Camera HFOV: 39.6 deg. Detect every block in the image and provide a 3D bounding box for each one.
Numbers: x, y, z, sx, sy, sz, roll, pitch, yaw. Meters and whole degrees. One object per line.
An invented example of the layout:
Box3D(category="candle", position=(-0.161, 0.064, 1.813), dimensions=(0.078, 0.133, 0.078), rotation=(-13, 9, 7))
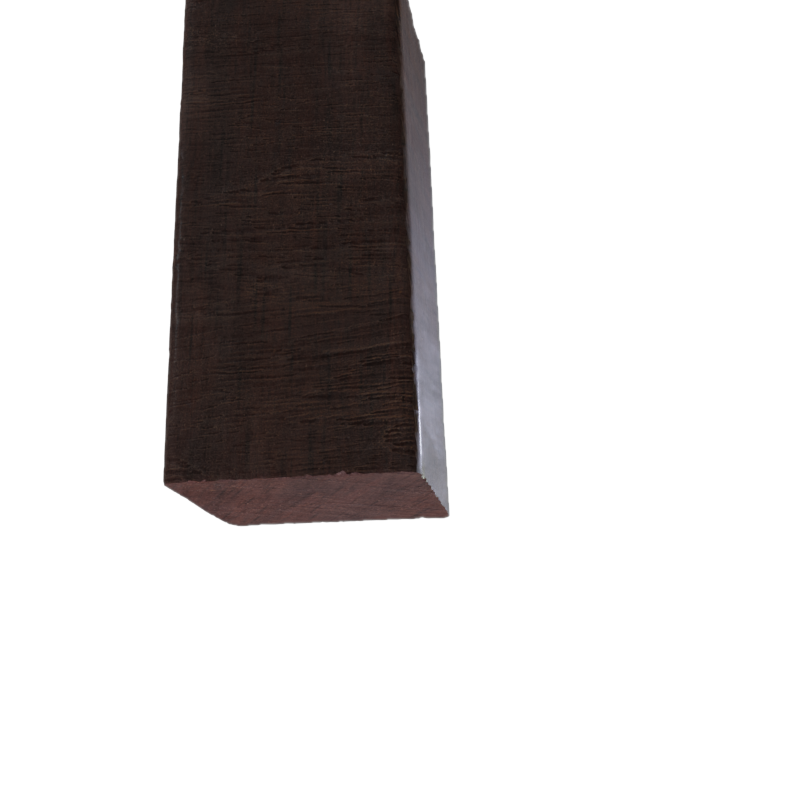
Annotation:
Box3D(category="block", position=(-0.035, -0.063, 0.442), dimensions=(0.092, 0.217, 0.085), rotation=(-5, -22, 10))
